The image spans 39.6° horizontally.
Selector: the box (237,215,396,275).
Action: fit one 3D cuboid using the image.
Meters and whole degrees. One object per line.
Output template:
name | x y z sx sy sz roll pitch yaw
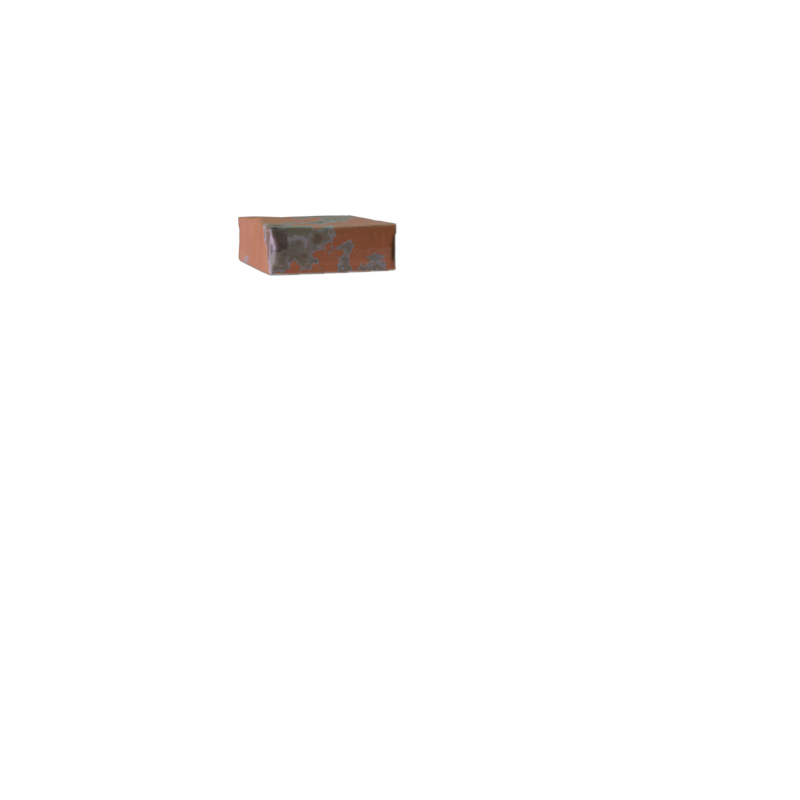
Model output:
box | -0.051 -0.092 0.644 0.072 0.030 0.093 -4 13 -17
